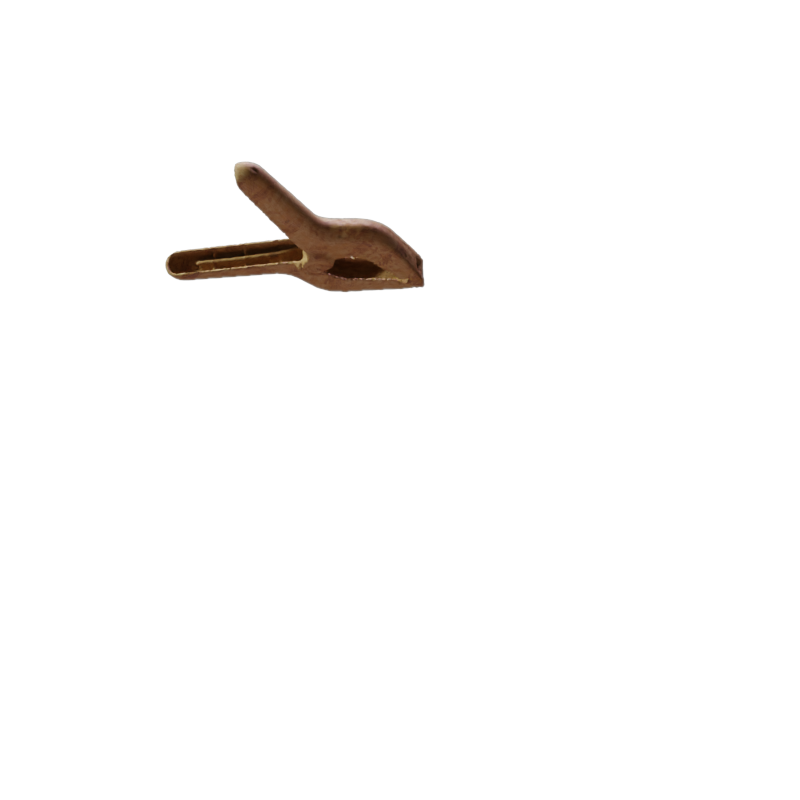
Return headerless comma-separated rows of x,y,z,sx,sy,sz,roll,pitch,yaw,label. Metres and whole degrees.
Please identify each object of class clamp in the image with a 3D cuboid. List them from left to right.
-0.070,-0.127,0.893,0.204,0.038,0.160,8,-25,-18,clamp
